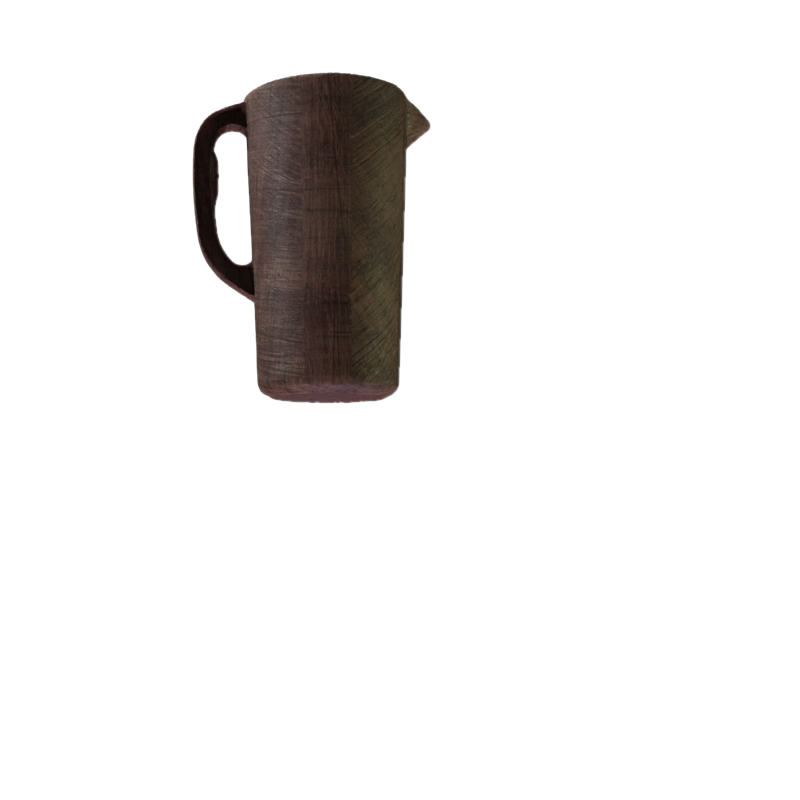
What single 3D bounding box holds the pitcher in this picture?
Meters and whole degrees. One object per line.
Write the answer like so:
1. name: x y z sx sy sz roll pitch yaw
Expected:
1. pitcher: -0.068 -0.123 0.865 0.153 0.250 0.137 -9 -13 37
